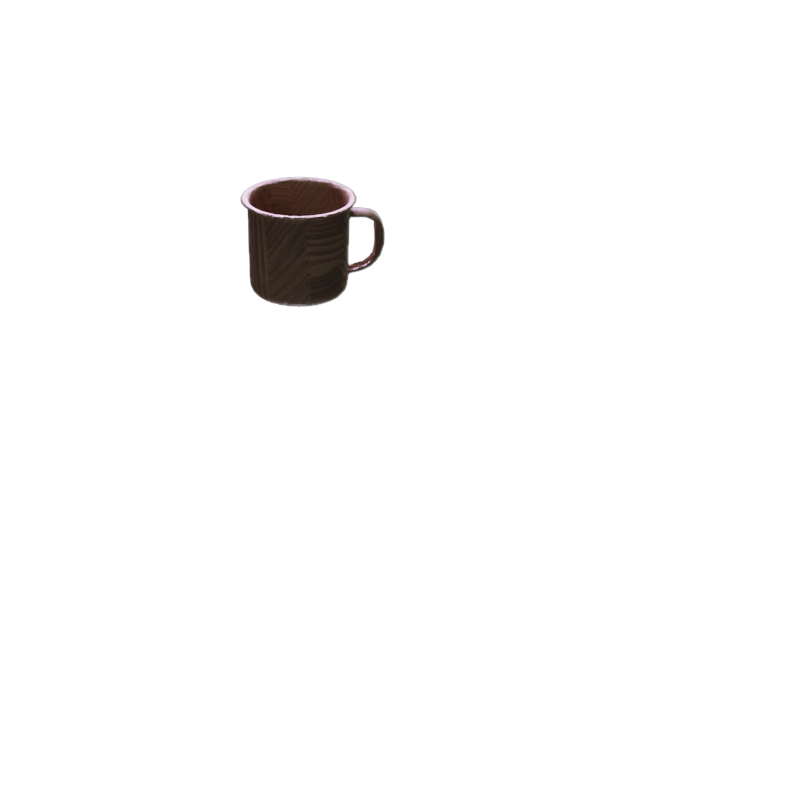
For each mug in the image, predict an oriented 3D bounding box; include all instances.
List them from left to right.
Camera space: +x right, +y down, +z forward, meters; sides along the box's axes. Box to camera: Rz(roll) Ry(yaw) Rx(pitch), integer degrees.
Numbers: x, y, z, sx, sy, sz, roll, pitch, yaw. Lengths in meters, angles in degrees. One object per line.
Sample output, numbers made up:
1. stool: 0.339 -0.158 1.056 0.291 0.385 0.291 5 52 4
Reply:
1. mug: -0.071 -0.129 0.905 0.116 0.077 0.099 -4 28 -9
